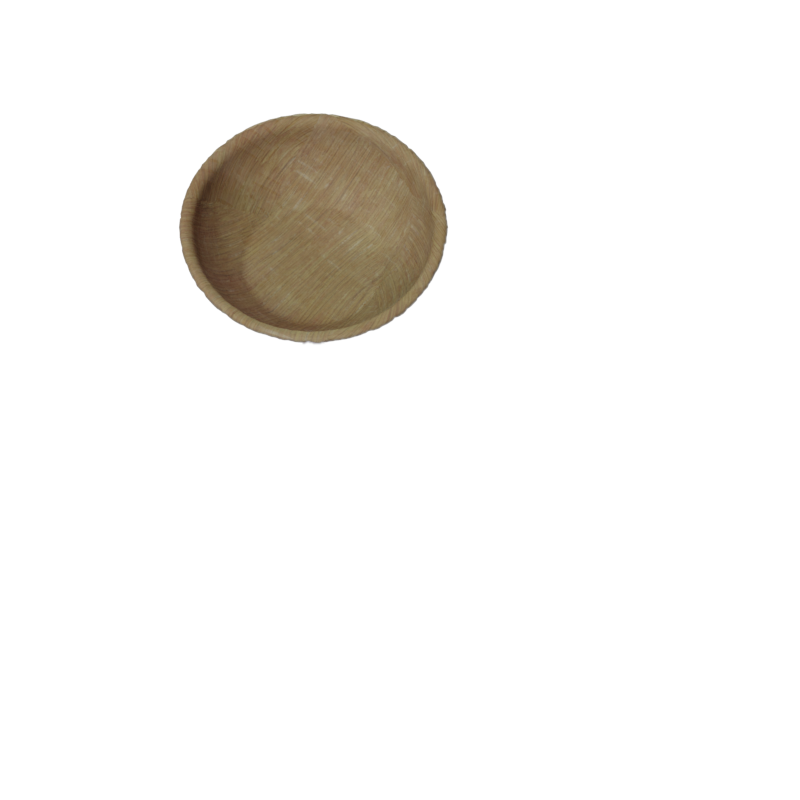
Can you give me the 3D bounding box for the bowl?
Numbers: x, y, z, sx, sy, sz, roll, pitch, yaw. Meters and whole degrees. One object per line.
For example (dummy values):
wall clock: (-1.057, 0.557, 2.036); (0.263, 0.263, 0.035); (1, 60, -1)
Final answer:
bowl: (-0.054, -0.098, 0.689); (0.162, 0.172, 0.052); (-1, -28, -1)
